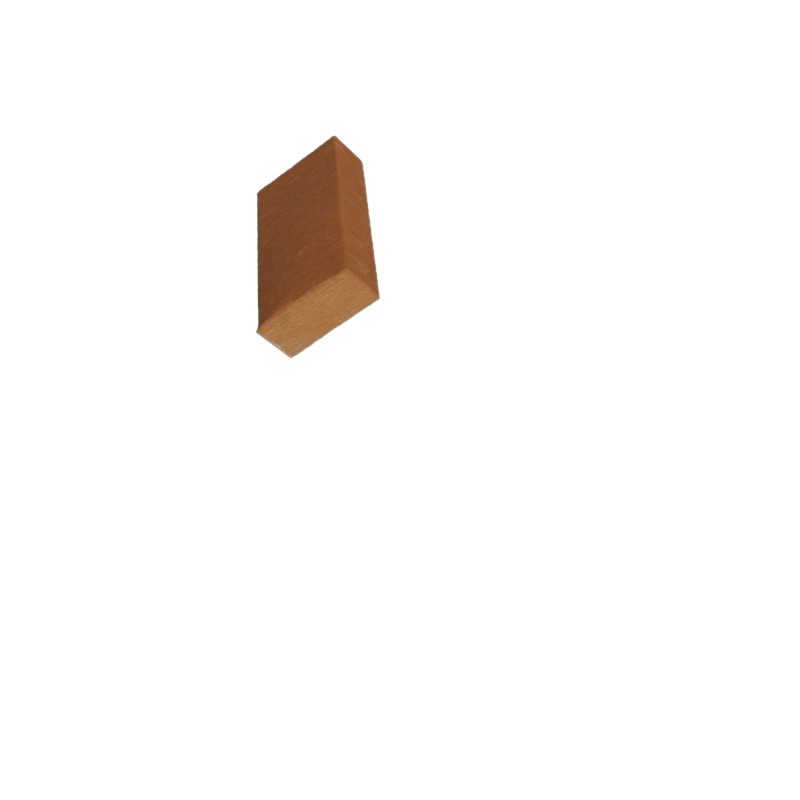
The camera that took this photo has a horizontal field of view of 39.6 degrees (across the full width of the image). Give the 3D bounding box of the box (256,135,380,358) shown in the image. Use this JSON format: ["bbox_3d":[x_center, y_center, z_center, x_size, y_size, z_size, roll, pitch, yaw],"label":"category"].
[{"bbox_3d":[-0.069,-0.126,0.882,0.093,0.189,0.045,-32,-53,23],"label":"box"}]
